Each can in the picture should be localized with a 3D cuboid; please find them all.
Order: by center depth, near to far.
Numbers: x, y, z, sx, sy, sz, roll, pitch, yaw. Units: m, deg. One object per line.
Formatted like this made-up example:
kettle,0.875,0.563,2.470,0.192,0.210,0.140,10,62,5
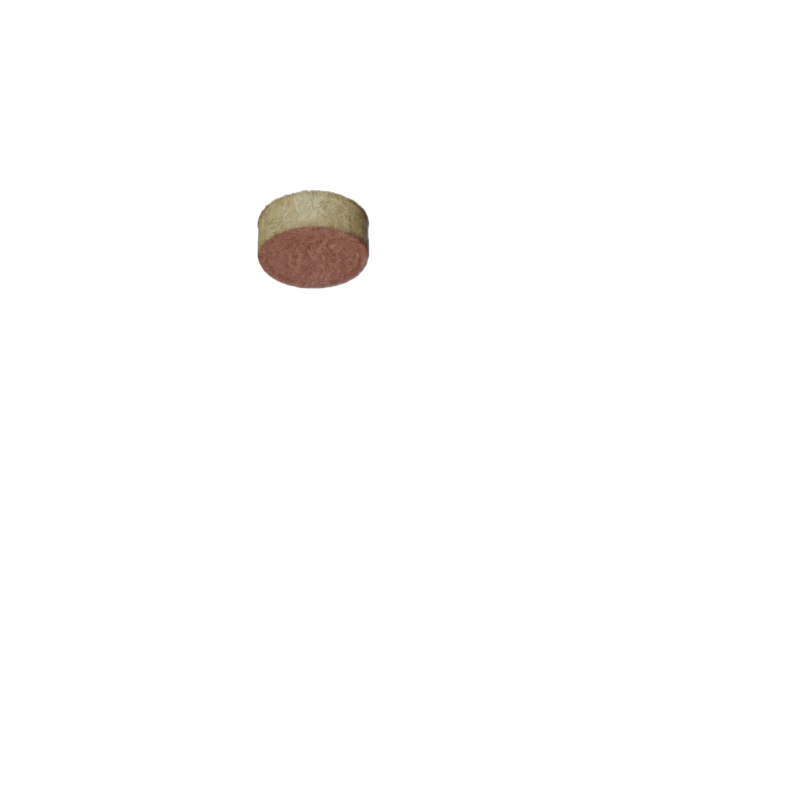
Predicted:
can,-0.066,-0.120,0.842,0.086,0.036,0.081,1,-30,-2
